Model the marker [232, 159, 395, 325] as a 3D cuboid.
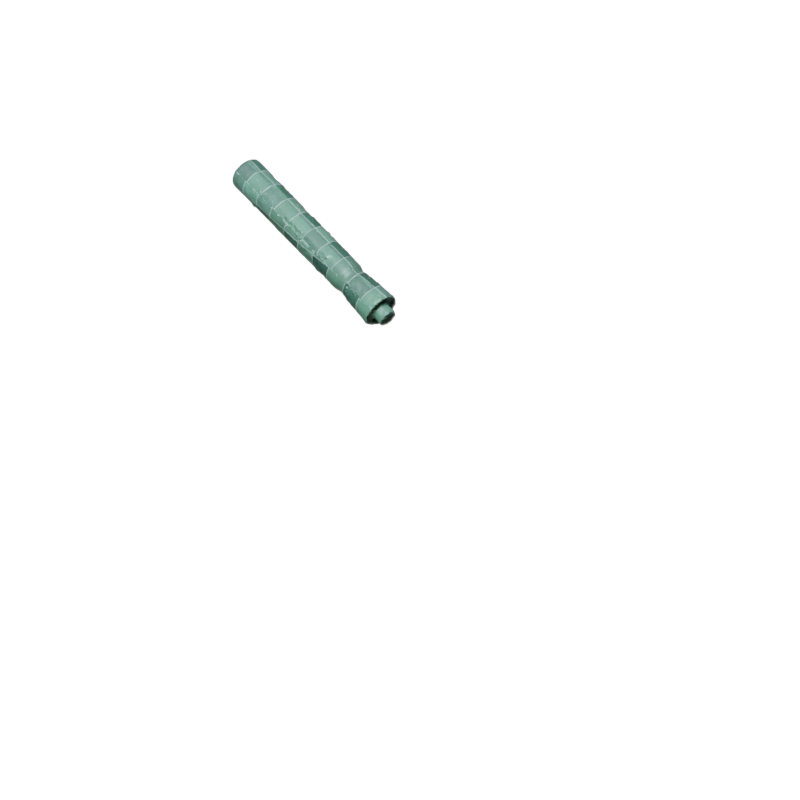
[{"bbox_3d":[-0.044,-0.081,0.568,0.019,0.019,0.129,-3,42,-50],"label":"marker"}]
